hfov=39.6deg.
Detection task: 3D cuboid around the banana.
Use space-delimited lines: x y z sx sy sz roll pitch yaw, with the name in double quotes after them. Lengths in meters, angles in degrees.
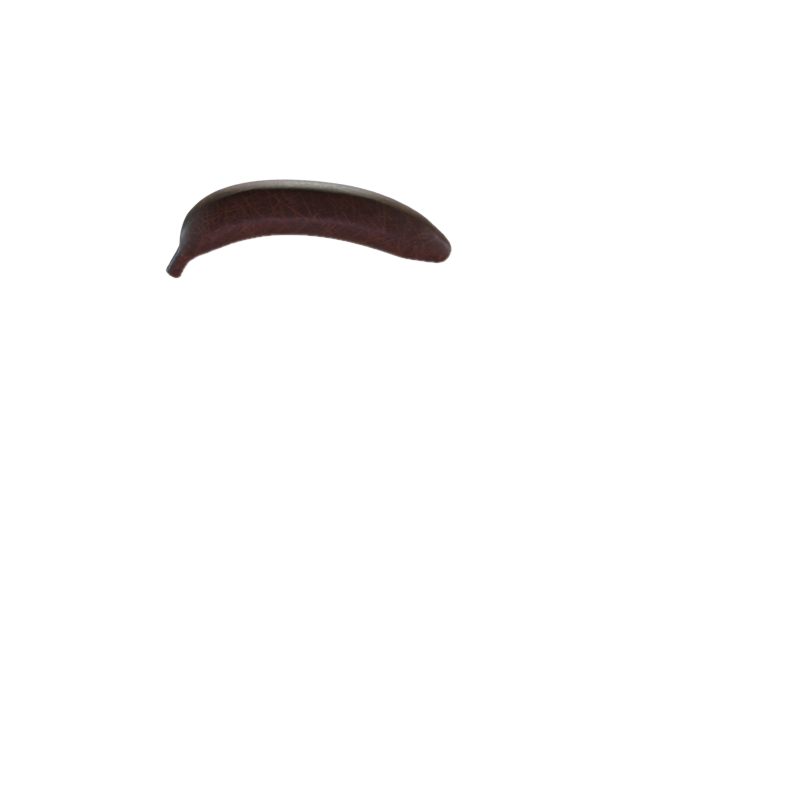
-0.064 -0.120 0.752 0.198 0.039 0.065 -1 -37 2 "banana"
